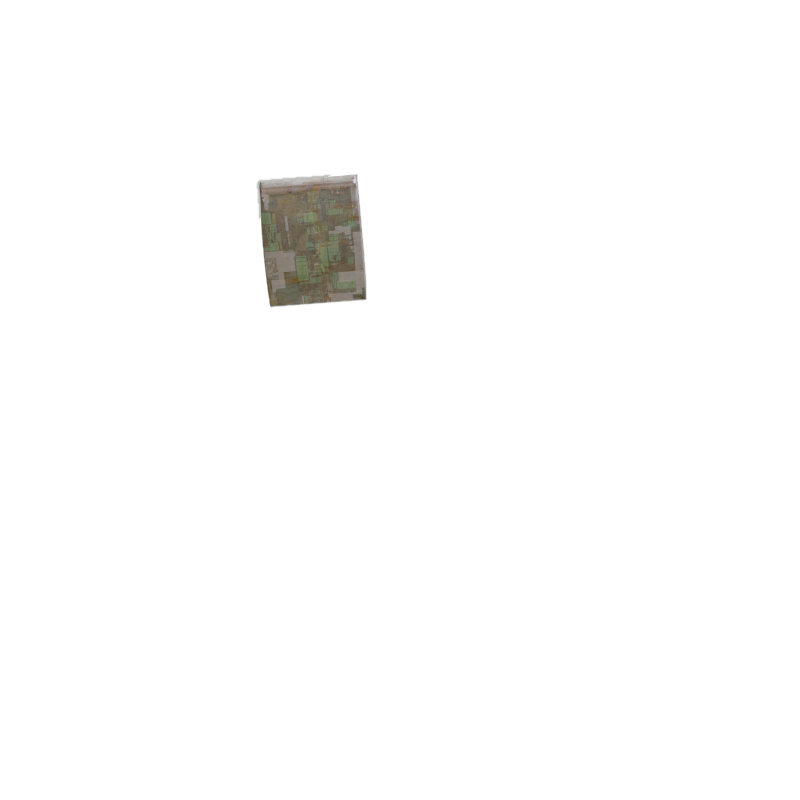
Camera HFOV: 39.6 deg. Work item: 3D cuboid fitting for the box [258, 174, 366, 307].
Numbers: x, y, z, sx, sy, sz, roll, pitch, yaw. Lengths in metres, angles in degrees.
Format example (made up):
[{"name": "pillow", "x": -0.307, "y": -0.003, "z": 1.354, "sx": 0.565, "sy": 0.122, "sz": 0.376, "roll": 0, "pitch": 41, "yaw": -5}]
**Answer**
[{"name": "box", "x": -0.078, "y": -0.142, "z": 0.993, "sx": 0.090, "sy": 0.107, "sz": 0.041, "roll": -4, "pitch": 25, "yaw": 1}]
